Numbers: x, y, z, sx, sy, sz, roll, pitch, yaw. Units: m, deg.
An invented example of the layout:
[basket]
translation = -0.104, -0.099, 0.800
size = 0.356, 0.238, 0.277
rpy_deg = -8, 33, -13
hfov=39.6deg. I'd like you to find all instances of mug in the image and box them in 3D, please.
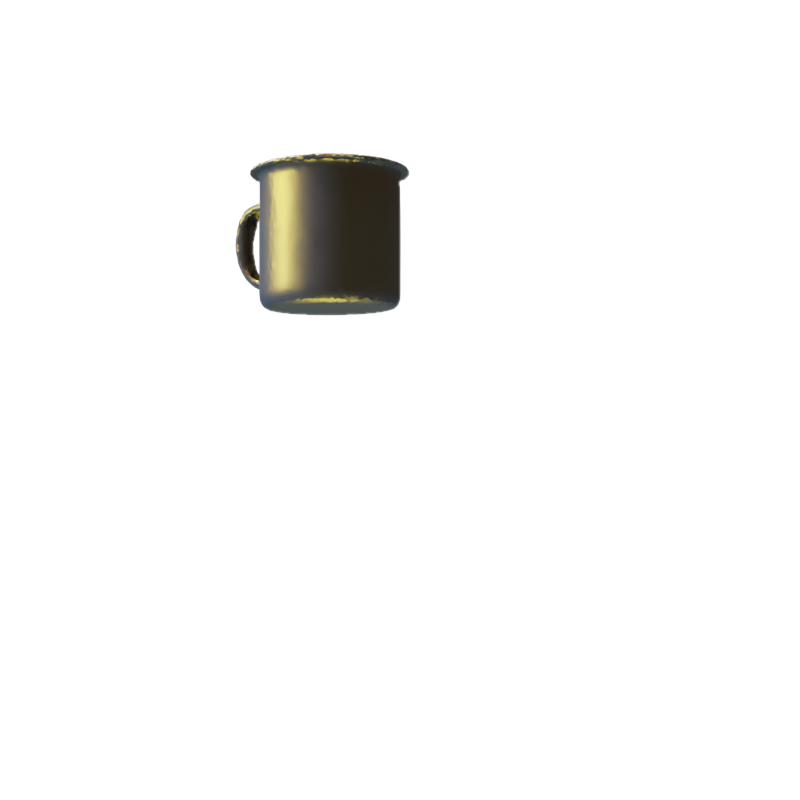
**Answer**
[mug]
translation = -0.051, -0.093, 0.650
size = 0.121, 0.083, 0.089
rpy_deg = -3, -5, 34
